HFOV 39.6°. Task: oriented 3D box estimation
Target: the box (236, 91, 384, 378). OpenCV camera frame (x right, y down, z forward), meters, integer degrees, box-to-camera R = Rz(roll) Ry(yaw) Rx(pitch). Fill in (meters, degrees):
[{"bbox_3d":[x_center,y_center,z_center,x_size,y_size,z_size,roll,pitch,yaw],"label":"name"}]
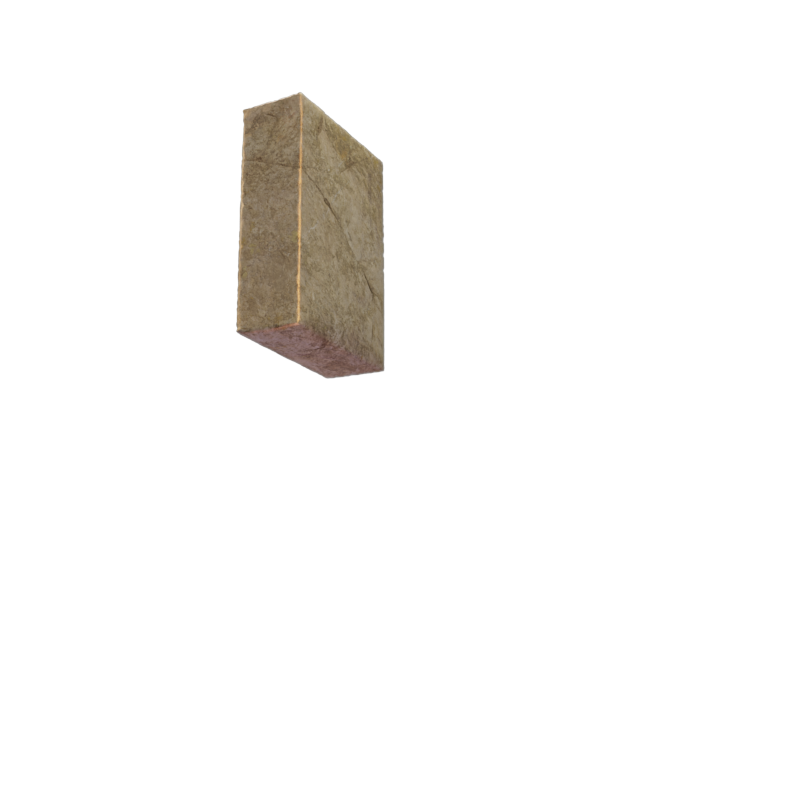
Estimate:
[{"bbox_3d":[-0.078,-0.143,0.999,0.073,0.224,0.154,-11,-21,25],"label":"box"}]
